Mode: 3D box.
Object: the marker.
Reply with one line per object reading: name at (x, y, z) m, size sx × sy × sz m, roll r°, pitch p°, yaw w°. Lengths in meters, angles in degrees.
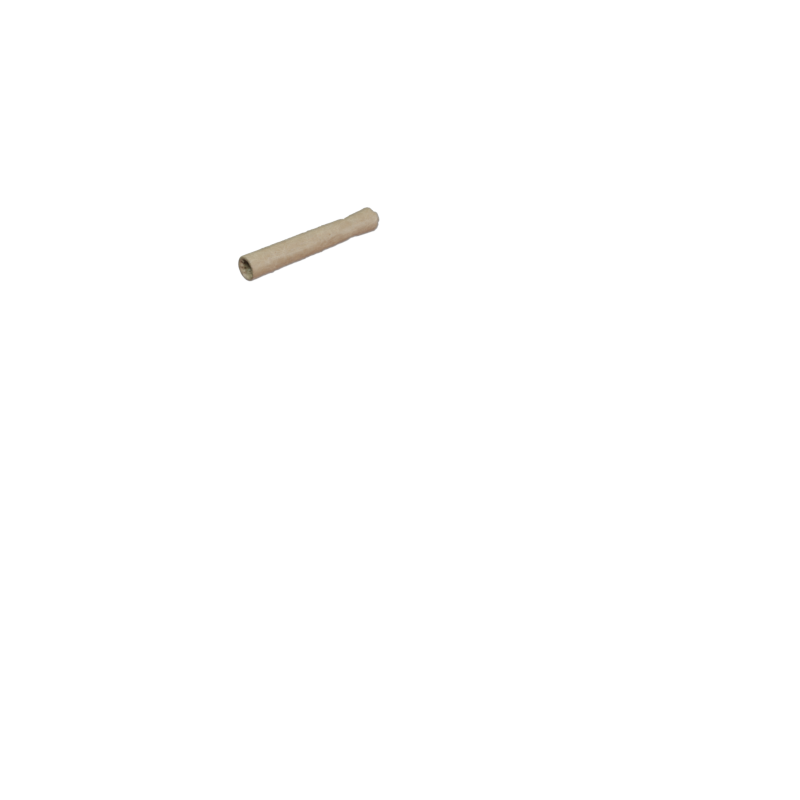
marker at (-0.062, -0.114, 0.797) m, size 0.120 × 0.019 × 0.021 m, roll -28°, pitch 20°, yaw -34°
